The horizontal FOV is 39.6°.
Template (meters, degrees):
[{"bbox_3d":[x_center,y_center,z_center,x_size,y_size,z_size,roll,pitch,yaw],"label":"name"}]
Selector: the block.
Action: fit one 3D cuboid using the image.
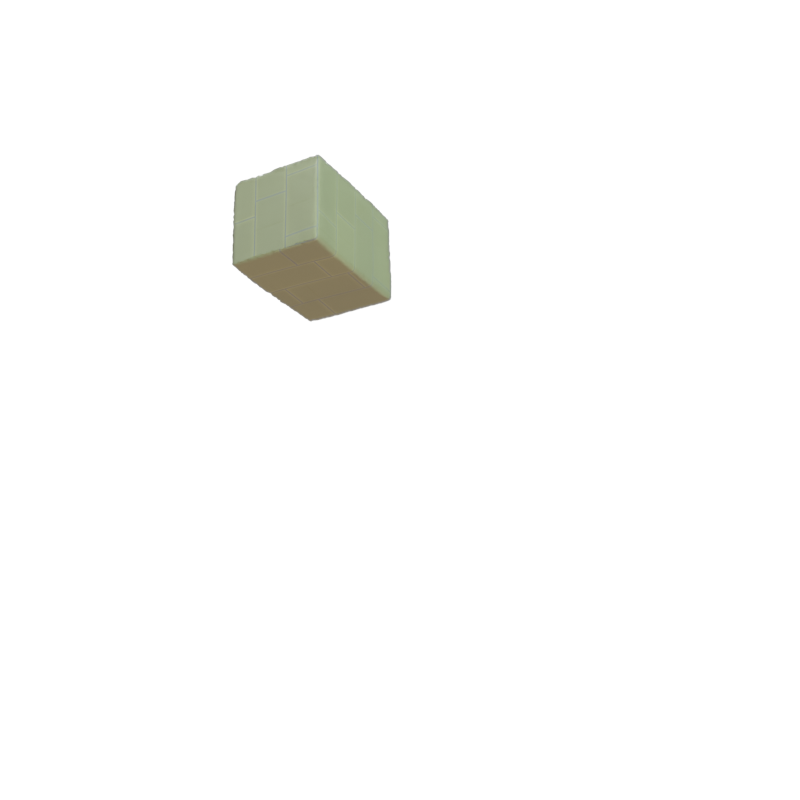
[{"bbox_3d":[-0.046,-0.083,0.583,0.053,0.054,0.072,-15,-29,26],"label":"block"}]
